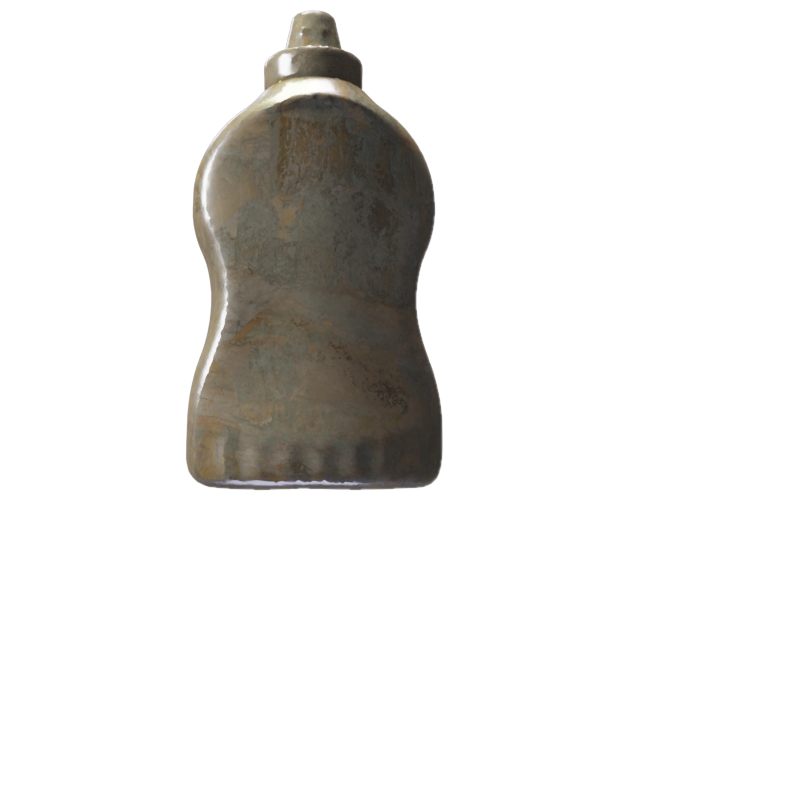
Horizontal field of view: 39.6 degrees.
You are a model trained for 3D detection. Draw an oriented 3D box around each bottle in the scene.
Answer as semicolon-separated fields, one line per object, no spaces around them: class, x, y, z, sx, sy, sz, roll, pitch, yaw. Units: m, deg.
bottle;-0.034;-0.063;0.440;0.095;0.197;0.057;0;-12;-6
